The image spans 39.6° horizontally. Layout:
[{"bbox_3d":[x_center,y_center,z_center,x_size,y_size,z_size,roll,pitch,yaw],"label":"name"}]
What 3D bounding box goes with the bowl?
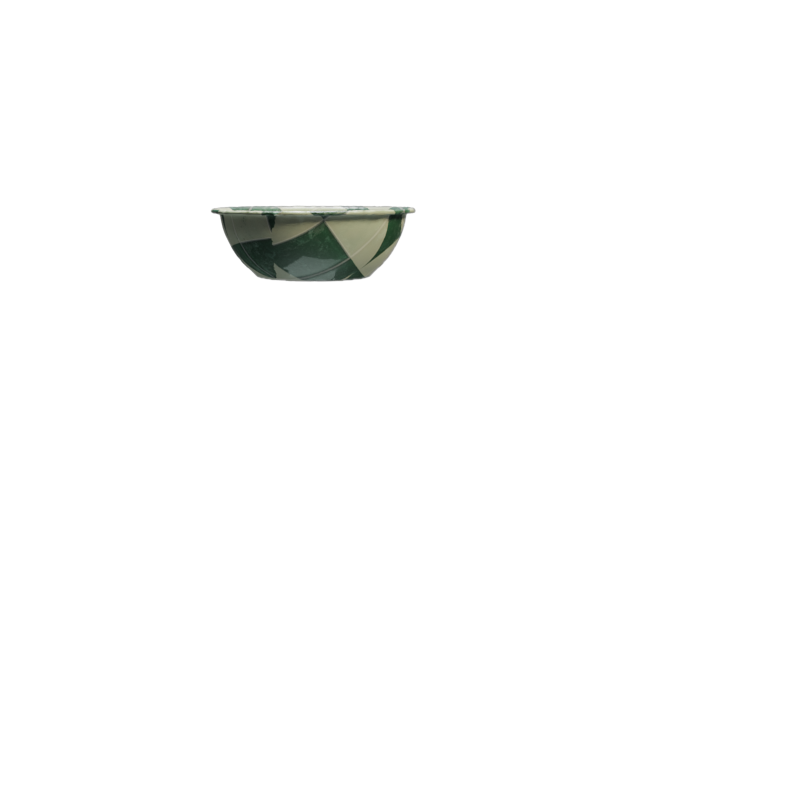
[{"bbox_3d":[-0.069,-0.125,0.877,0.162,0.054,0.165,0,11,-2],"label":"bowl"}]
